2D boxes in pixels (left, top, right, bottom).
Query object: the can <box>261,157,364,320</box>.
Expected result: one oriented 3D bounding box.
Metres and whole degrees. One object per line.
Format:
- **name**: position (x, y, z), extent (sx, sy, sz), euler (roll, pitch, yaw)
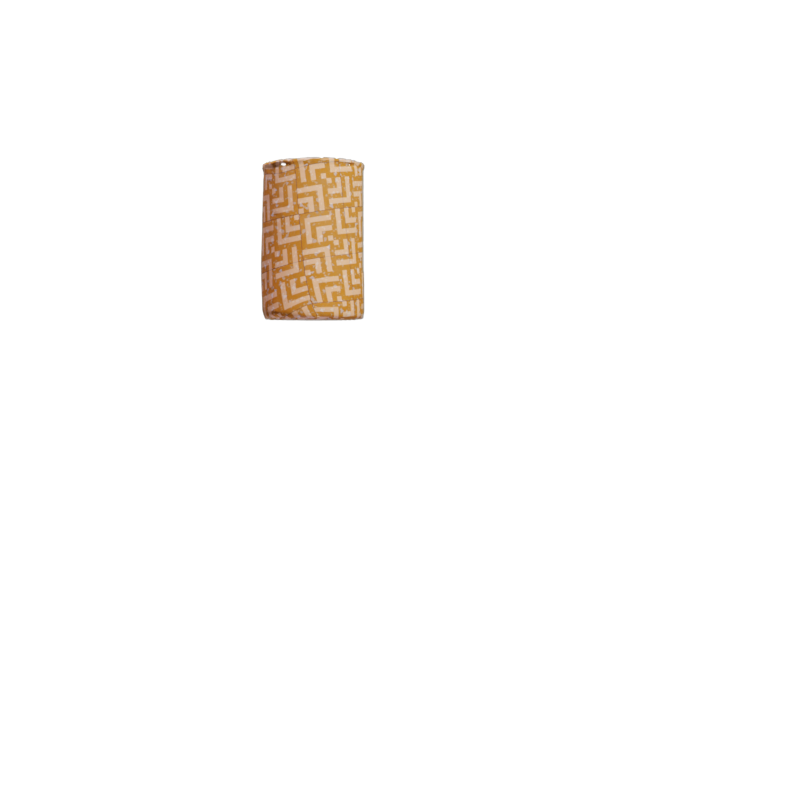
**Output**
- **can**: position (-0.057, -0.104, 0.730), extent (0.068, 0.103, 0.068), euler (0, -3, -2)
